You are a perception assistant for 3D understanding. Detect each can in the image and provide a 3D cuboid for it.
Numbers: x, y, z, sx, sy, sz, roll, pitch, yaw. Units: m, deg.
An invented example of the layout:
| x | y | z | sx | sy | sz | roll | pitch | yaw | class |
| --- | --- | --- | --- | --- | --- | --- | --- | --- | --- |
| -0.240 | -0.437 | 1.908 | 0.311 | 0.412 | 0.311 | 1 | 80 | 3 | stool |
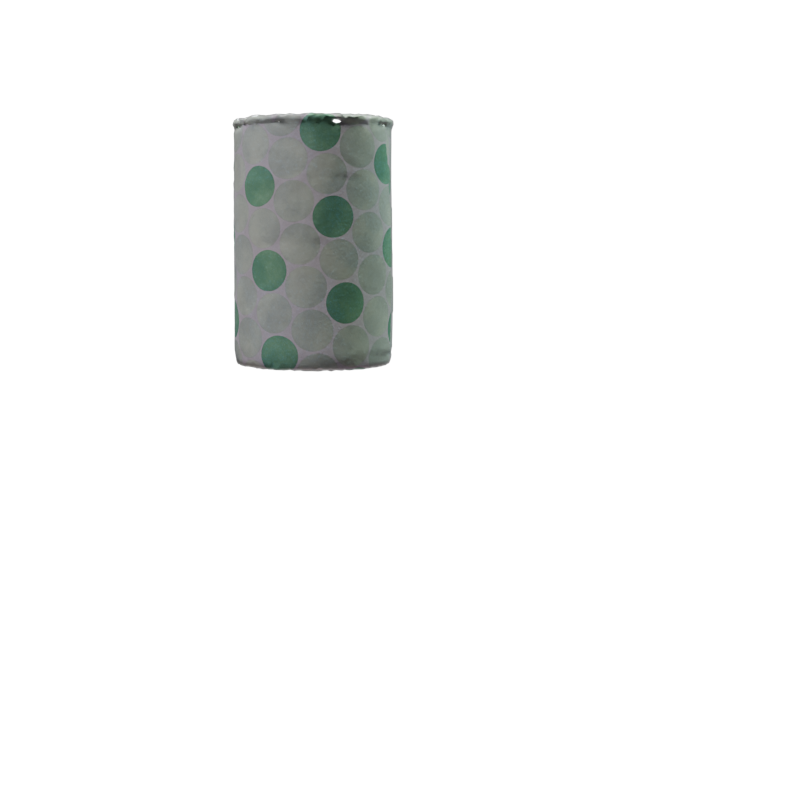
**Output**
| x | y | z | sx | sy | sz | roll | pitch | yaw | class |
| --- | --- | --- | --- | --- | --- | --- | --- | --- | --- |
| -0.037 | -0.067 | 0.468 | 0.068 | 0.102 | 0.069 | 0 | 3 | -2 | can |
